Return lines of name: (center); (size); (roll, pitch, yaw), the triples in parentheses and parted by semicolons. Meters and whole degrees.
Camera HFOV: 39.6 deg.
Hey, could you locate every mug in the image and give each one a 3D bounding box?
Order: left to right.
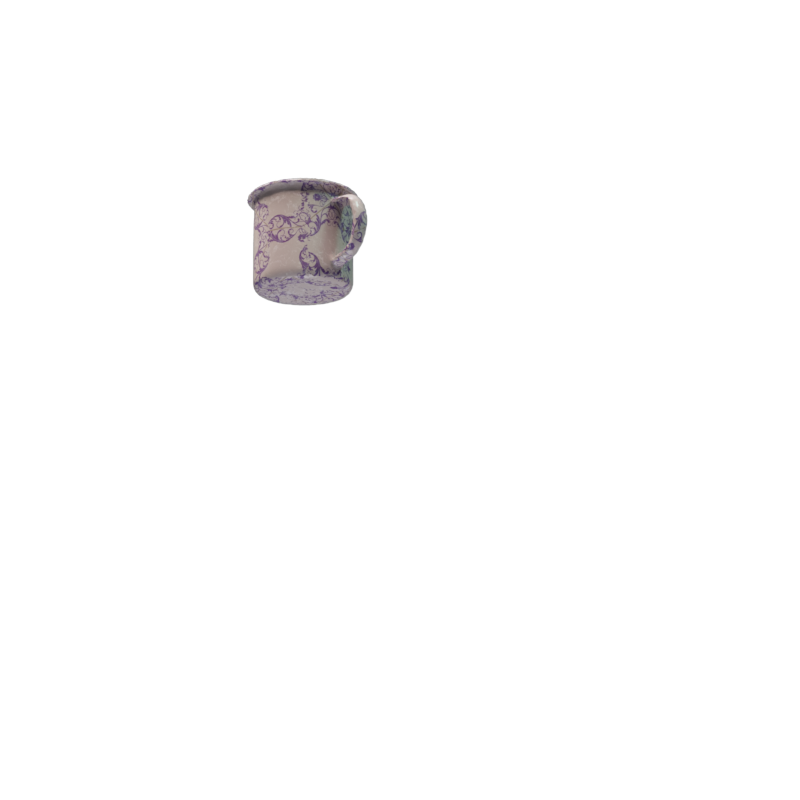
mug: (-0.071, -0.129, 0.901); (0.119, 0.085, 0.088); (-15, -21, 41)
